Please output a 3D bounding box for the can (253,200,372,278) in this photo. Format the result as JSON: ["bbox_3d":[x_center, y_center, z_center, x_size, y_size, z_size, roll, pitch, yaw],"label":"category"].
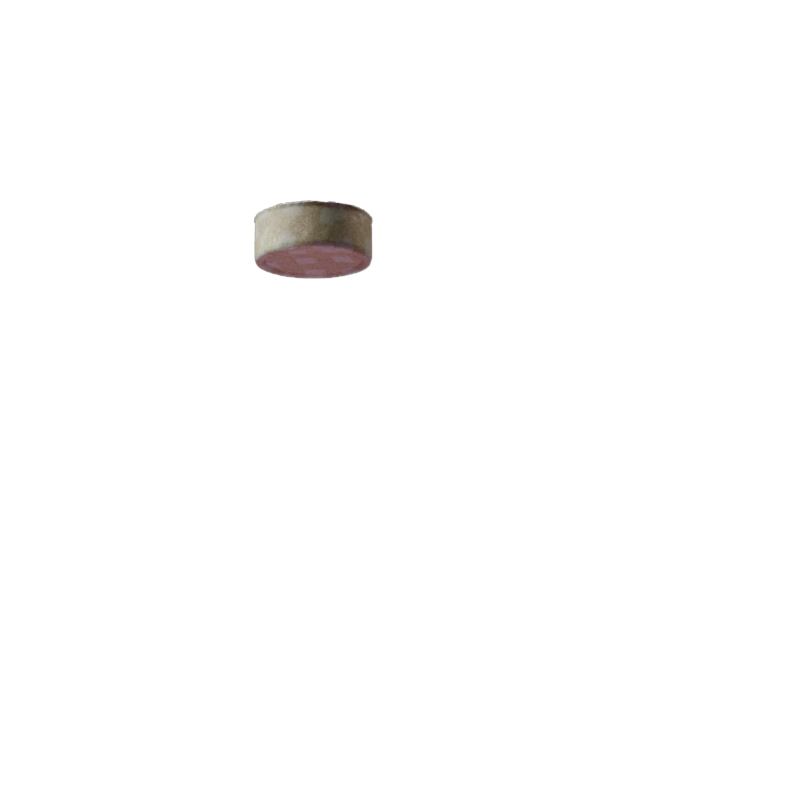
[{"bbox_3d":[-0.062,-0.114,0.796,0.086,0.035,0.083,0,-11,-2],"label":"can"}]
